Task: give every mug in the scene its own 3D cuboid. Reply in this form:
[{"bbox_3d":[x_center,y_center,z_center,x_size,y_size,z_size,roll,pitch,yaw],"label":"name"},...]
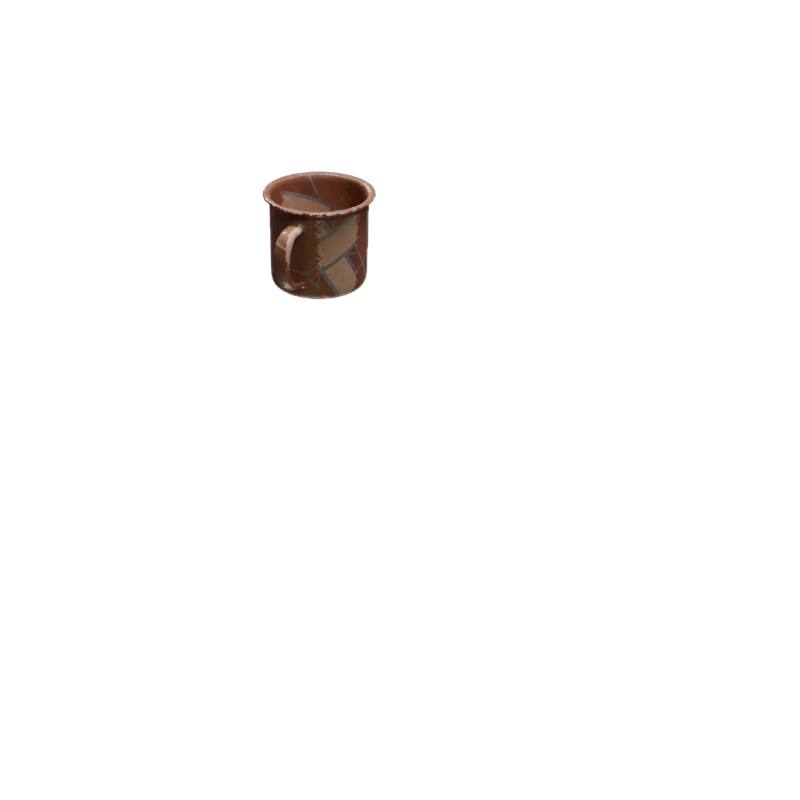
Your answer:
[{"bbox_3d":[-0.072,-0.131,0.916,0.096,0.077,0.120,11,31,18],"label":"mug"}]
